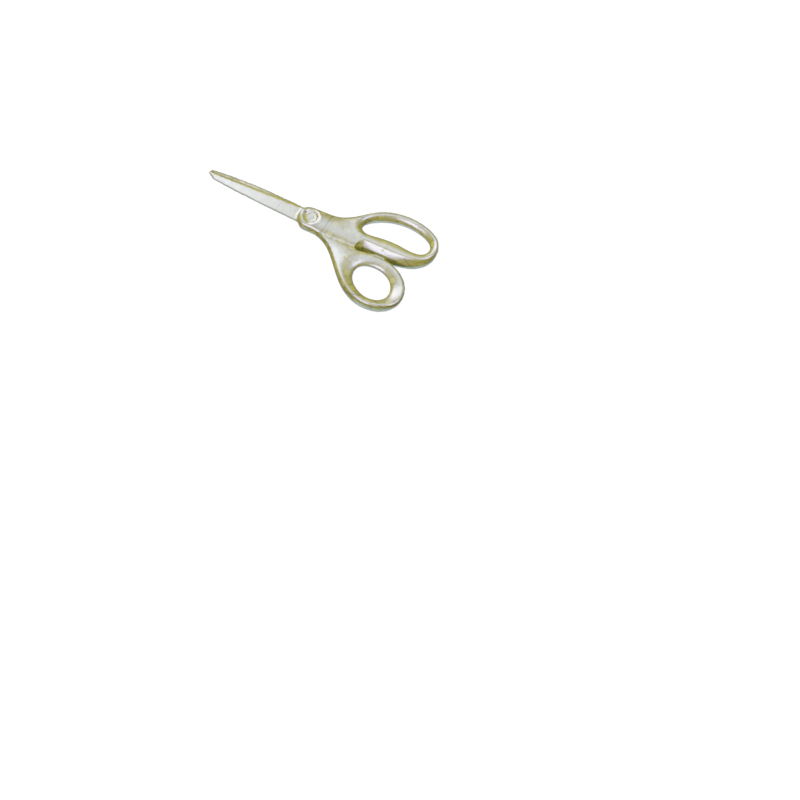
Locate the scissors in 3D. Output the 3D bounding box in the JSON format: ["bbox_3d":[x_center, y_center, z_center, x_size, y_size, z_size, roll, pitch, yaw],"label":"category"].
[{"bbox_3d":[-0.071,-0.130,0.907,0.204,0.101,0.015,12,-26,6],"label":"scissors"}]
